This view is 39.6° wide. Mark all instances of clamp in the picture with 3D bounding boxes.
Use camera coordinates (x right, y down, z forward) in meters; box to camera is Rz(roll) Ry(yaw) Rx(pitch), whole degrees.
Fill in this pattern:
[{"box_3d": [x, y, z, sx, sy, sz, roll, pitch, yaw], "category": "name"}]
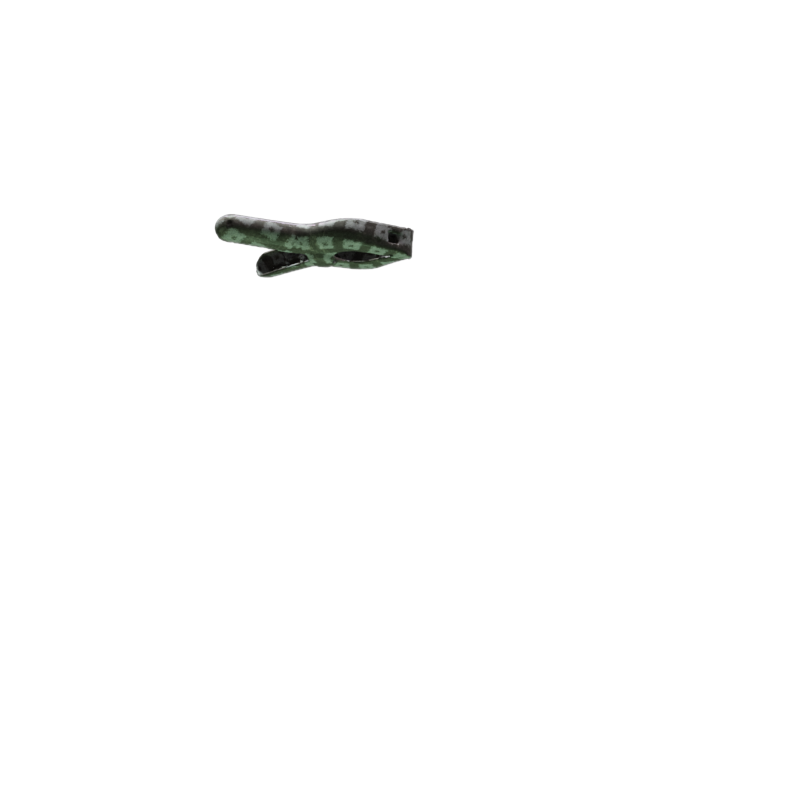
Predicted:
[{"box_3d": [-0.077, -0.141, 0.988, 0.175, 0.040, 0.114, -4, -9, 24], "category": "clamp"}]
